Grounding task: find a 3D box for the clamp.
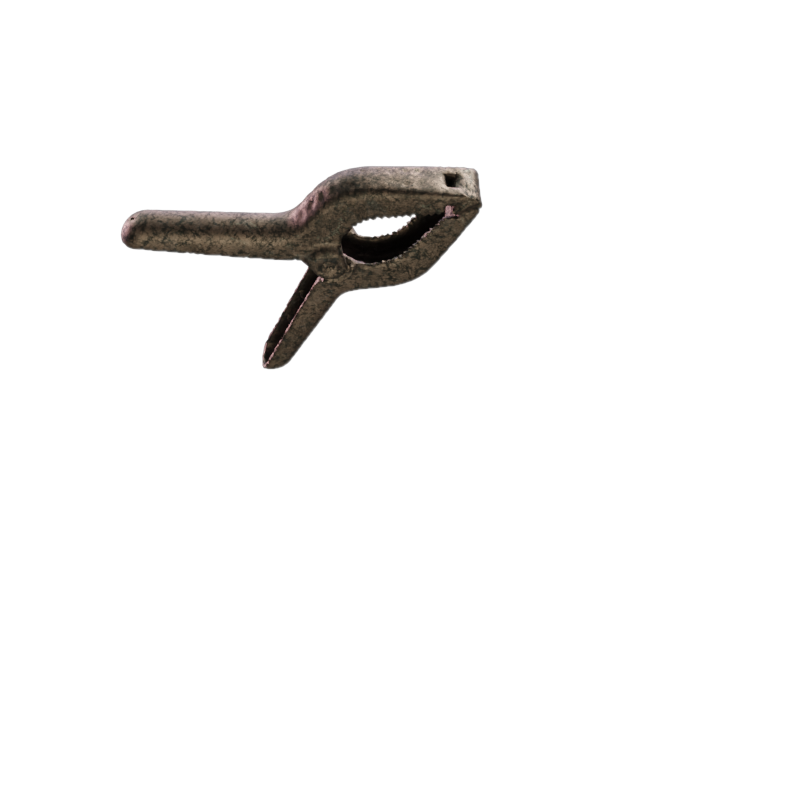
[{"bbox_3d":[-0.053,-0.096,0.674,0.211,0.039,0.153,-24,-42,29],"label":"clamp"}]
